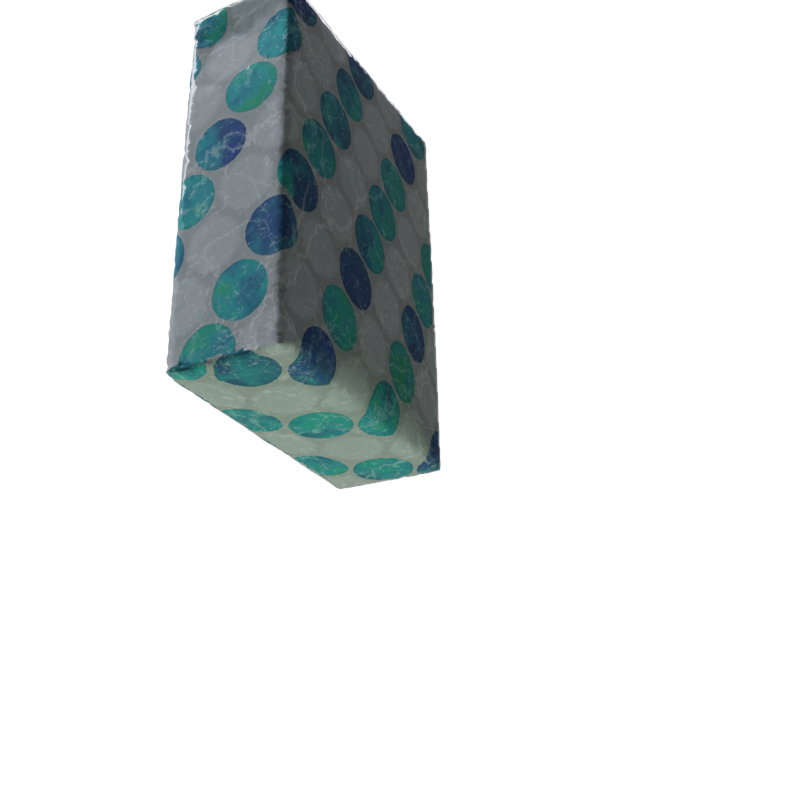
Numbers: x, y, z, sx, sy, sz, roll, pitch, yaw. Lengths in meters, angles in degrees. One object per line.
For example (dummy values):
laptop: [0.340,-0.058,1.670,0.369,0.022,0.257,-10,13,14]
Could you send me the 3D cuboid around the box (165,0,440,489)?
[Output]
box: [-0.045,-0.083,0.581,0.073,0.228,0.152,-17,-32,23]
